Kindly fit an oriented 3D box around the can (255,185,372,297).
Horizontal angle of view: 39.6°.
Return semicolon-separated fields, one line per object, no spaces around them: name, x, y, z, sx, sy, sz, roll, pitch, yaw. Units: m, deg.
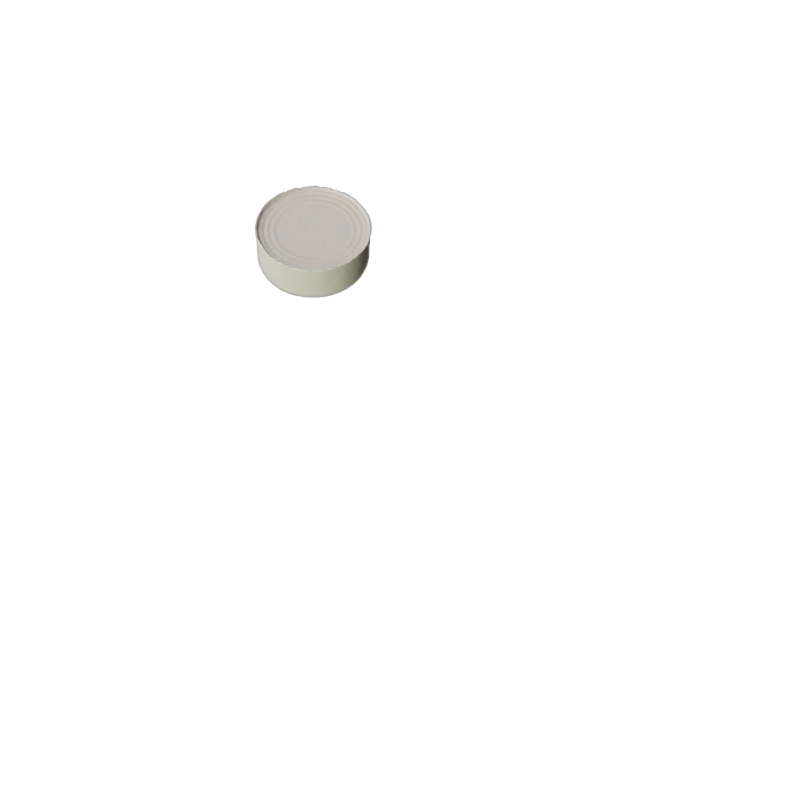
can;-0.065;-0.118;0.825;0.086;0.092;0.031;-1;-39;-1
